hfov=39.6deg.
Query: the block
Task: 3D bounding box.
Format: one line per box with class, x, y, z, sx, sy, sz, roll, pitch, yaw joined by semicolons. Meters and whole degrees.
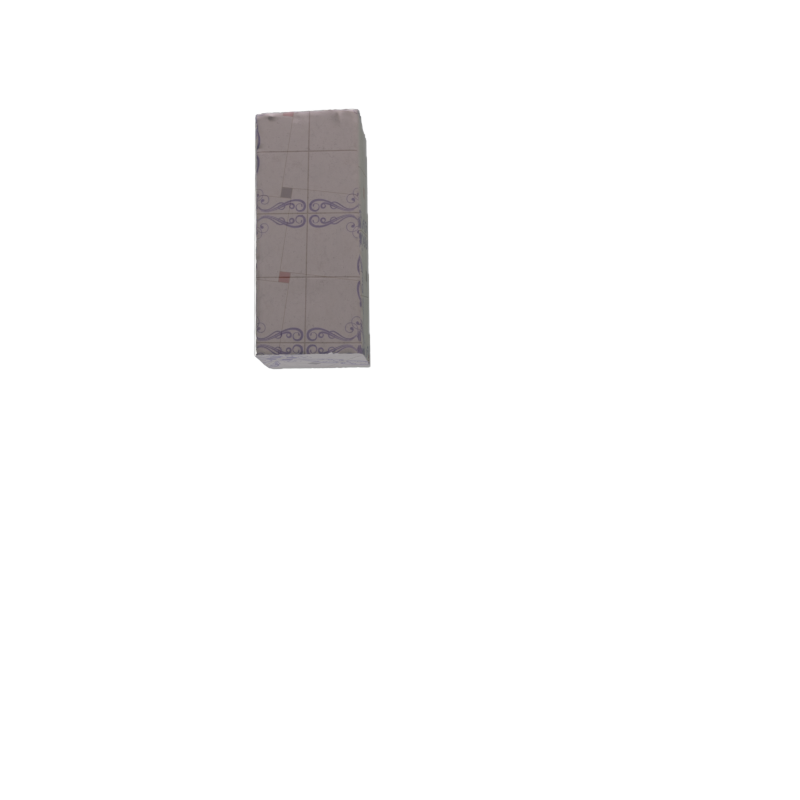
block;-0.075;-0.135;0.948;0.091;0.213;0.087;-2;-12;5
